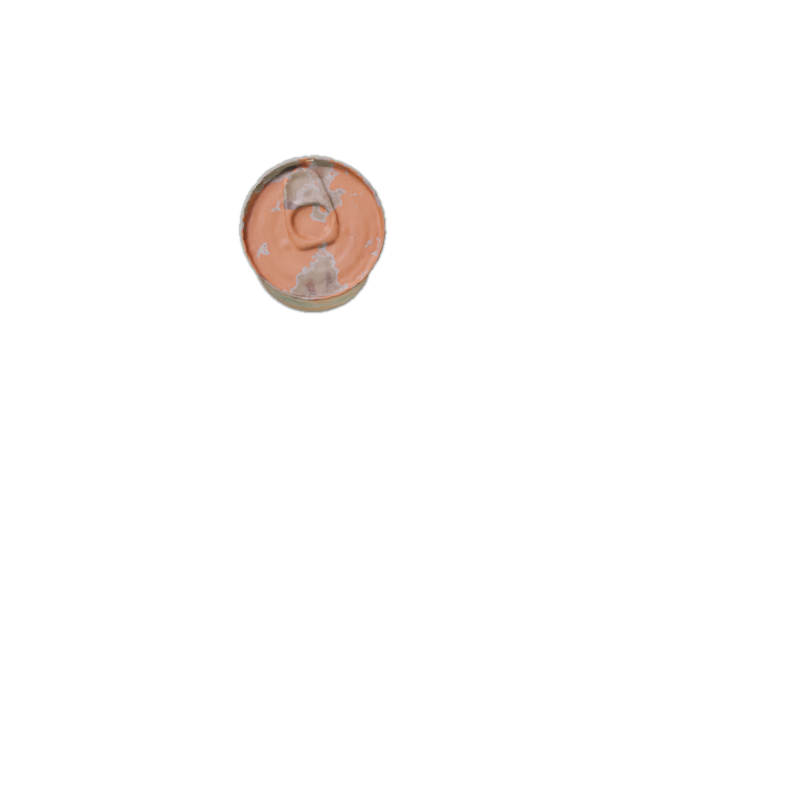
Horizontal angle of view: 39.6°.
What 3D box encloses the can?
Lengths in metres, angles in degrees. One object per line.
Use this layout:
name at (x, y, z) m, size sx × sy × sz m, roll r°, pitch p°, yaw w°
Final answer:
can at (-0.044, -0.081, 0.566) m, size 0.068 × 0.069 × 0.101 m, roll 0°, pitch -2°, yaw -3°
